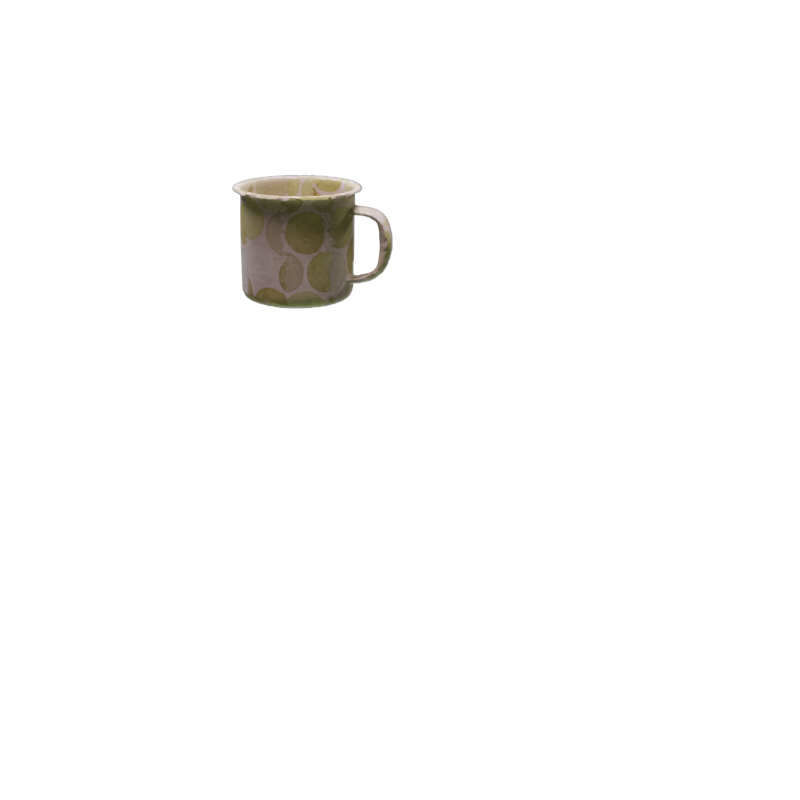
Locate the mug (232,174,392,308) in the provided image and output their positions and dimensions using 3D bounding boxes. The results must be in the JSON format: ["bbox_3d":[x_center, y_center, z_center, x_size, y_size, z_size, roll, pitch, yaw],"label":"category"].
[{"bbox_3d":[-0.062,-0.114,0.796,0.120,0.079,0.095,5,18,14],"label":"mug"}]
